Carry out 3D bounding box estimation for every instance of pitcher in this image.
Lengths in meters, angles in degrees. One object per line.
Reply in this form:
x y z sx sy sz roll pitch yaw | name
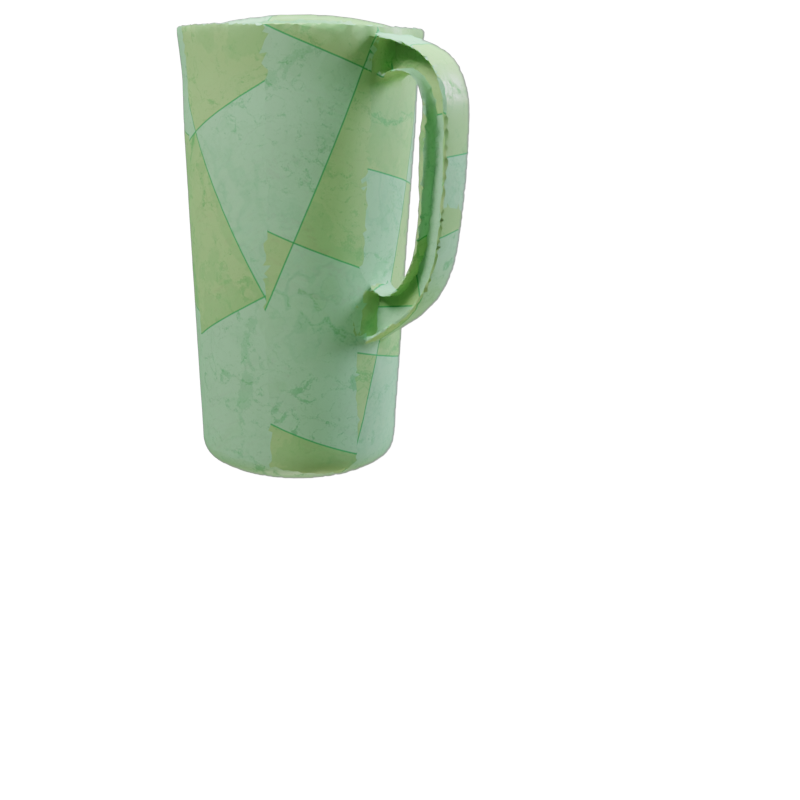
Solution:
-0.047 -0.086 0.603 0.144 0.238 0.154 0 10 -6 | pitcher
